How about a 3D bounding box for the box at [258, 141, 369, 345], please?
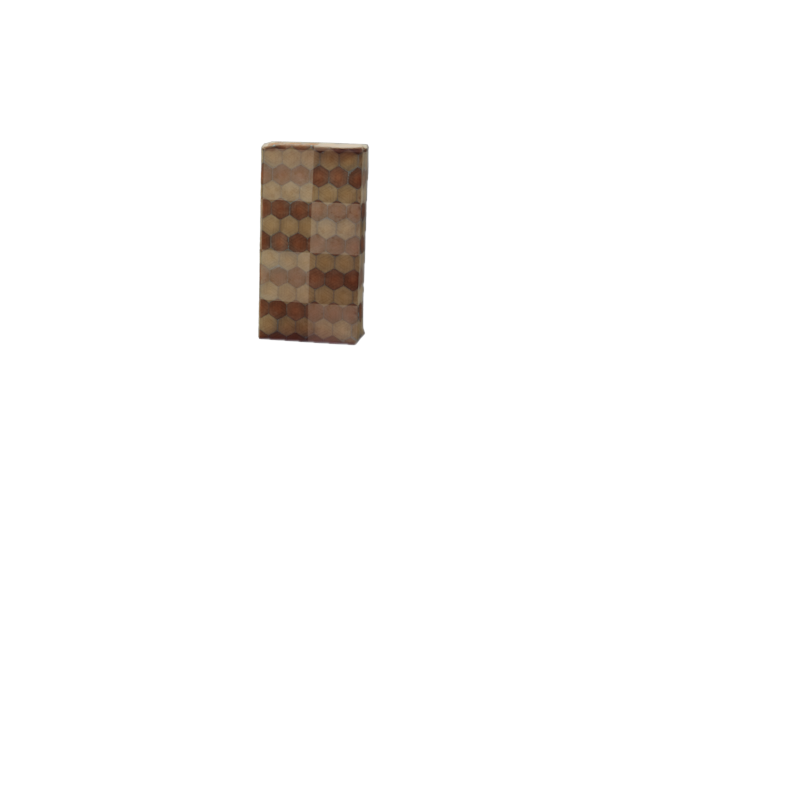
[{"bbox_3d":[-0.078,-0.141,0.989,0.095,0.172,0.048,3,11,10],"label":"box"}]
